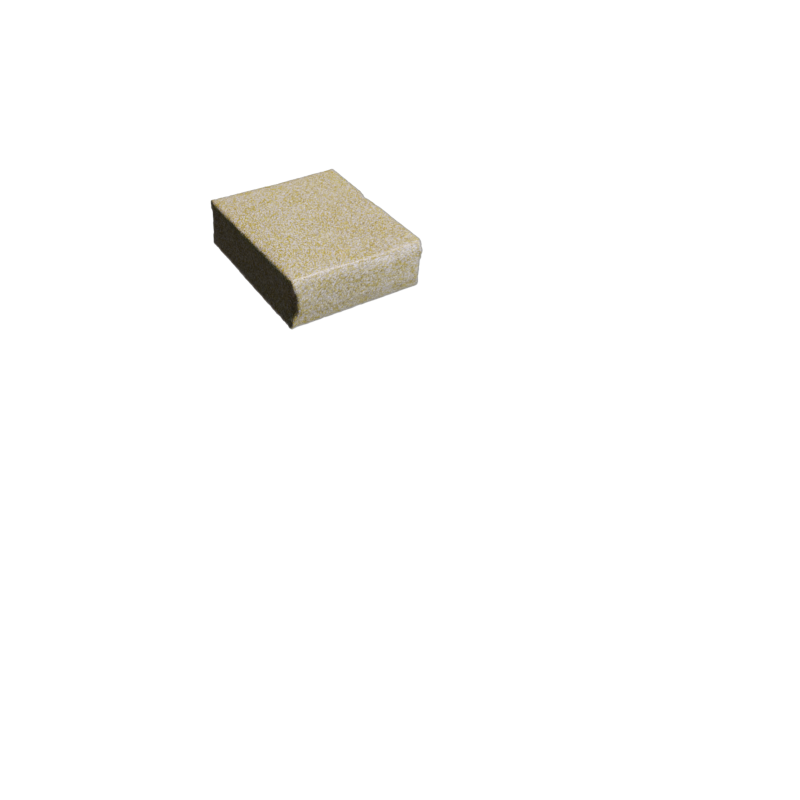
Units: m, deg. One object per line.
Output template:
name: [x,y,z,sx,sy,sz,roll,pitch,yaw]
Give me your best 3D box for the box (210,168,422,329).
box: [-0.043,-0.079,0.555,0.072,0.028,0.096,-19,41,-24]
